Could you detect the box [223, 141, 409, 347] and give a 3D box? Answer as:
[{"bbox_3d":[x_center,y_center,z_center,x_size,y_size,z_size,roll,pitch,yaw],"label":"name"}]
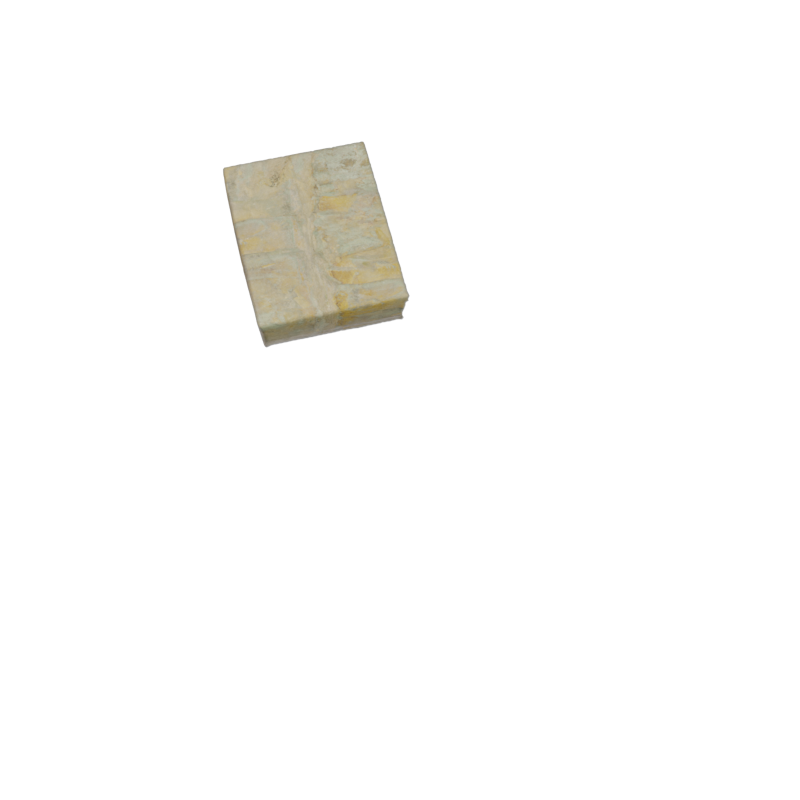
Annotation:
[{"bbox_3d":[-0.053,-0.096,0.670,0.089,0.120,0.037,-13,-23,-6],"label":"box"}]
